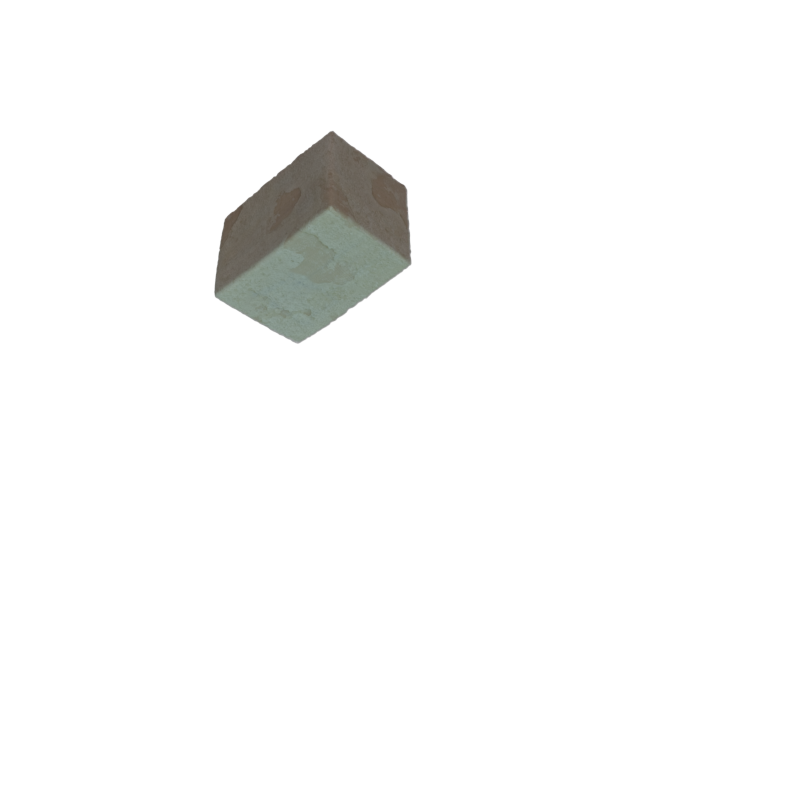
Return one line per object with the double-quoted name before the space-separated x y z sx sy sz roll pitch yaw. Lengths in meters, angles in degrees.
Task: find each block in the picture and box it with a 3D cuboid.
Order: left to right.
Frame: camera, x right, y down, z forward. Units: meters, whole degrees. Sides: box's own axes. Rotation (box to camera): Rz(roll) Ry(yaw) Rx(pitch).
"block" -0.040 -0.073 0.511 0.077 0.055 0.049 -33 -50 31
